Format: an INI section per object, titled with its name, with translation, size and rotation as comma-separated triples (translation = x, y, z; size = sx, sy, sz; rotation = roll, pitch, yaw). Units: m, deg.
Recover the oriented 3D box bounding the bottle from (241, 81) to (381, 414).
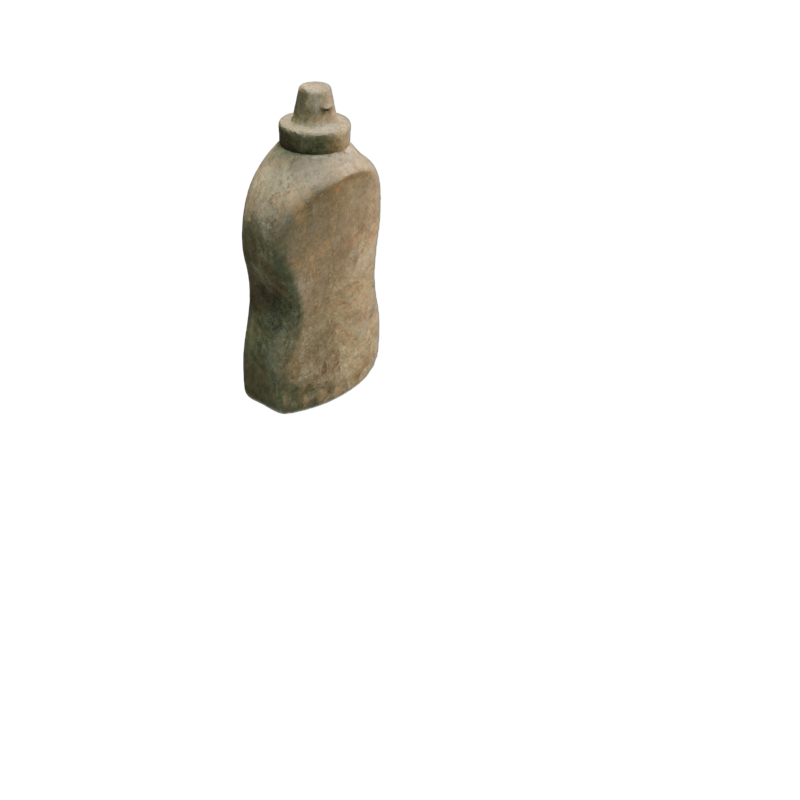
[bottle]
translation = -0.051, -0.093, 0.654
size = 0.062, 0.181, 0.095
rotation = 23, 34, 36
